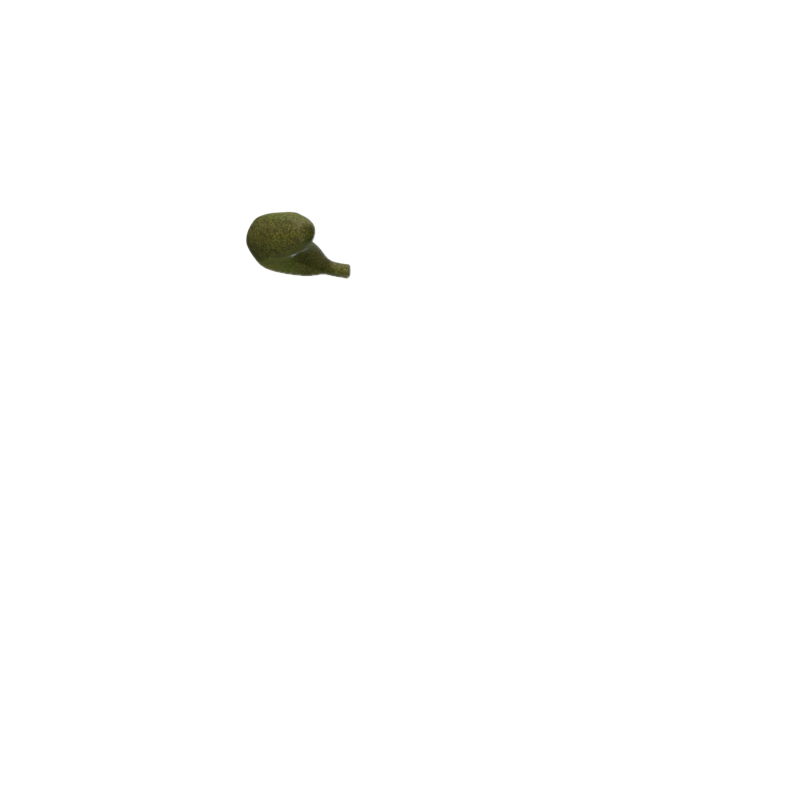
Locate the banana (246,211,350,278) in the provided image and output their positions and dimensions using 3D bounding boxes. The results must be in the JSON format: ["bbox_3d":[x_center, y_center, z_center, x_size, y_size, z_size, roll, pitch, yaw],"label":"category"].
[{"bbox_3d":[-0.084,-0.120,0.850,0.070,0.037,0.194,0,0,6],"label":"banana"}]
